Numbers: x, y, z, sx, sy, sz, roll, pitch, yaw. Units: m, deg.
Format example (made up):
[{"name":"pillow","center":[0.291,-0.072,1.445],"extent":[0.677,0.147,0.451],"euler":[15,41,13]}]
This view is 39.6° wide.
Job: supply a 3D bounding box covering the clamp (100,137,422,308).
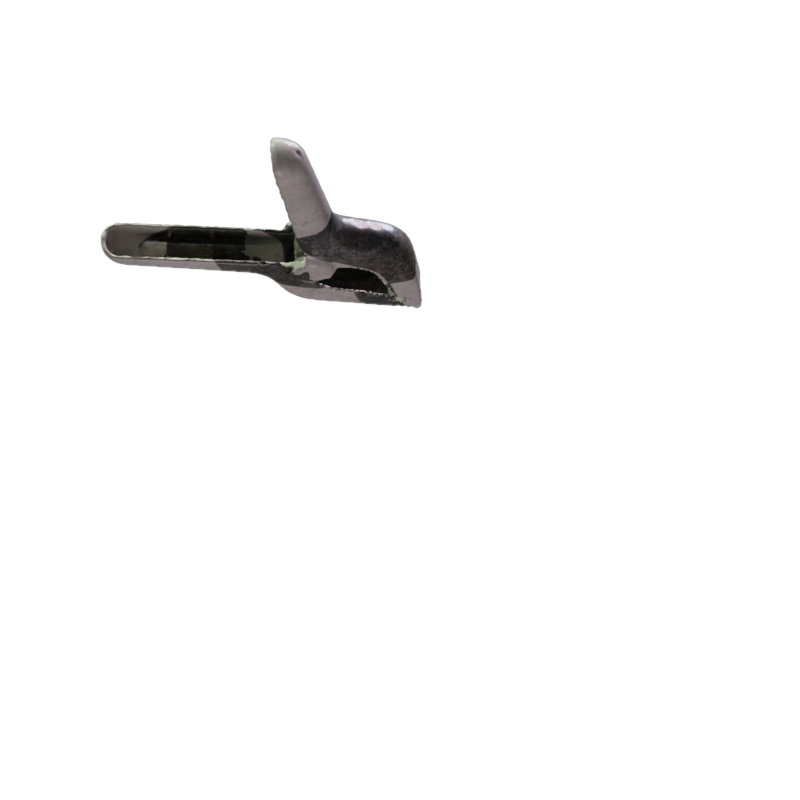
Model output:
[{"name":"clamp","center":[-0.053,-0.096,0.675],"extent":[0.199,0.038,0.166],"euler":[13,-21,-37]}]
